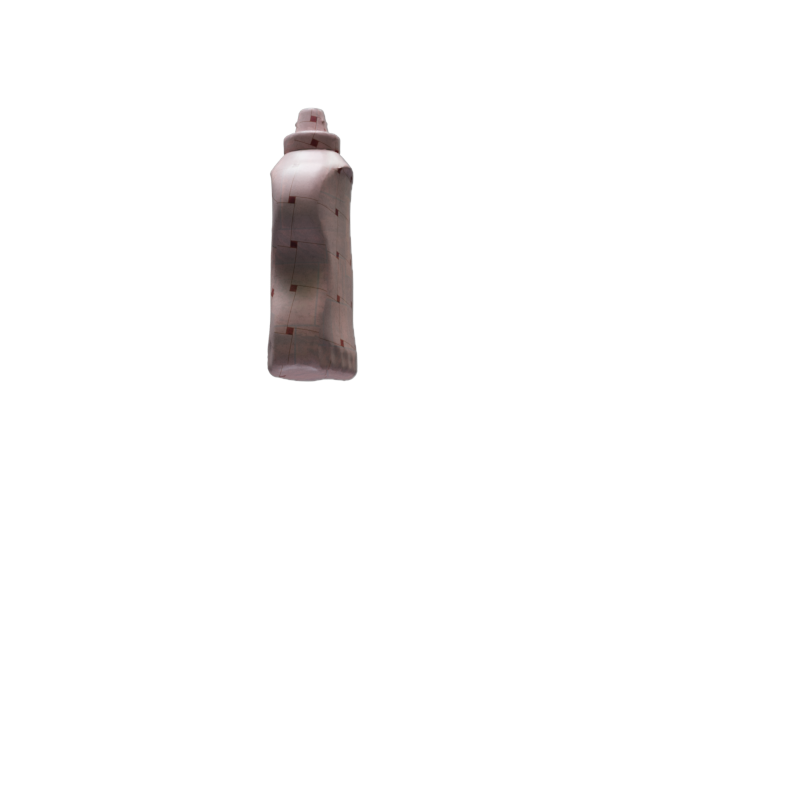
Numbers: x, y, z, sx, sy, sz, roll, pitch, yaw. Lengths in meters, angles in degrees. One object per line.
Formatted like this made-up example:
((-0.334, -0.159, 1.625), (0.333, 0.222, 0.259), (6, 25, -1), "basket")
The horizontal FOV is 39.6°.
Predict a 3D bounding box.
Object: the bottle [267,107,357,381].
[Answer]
((-0.061, -0.111, 0.779), (0.059, 0.196, 0.092), (-3, -9, 14), "bottle")
